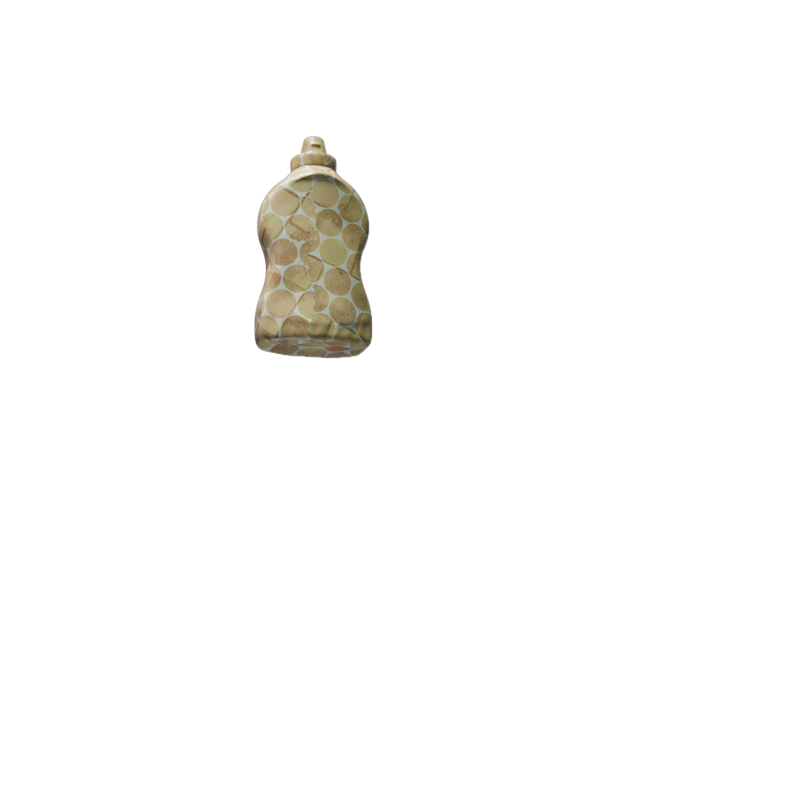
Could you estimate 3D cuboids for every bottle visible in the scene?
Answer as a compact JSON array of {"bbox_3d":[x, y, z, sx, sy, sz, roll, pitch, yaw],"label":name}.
[{"bbox_3d":[-0.074,-0.135,0.946,0.094,0.201,0.057,3,-20,-13],"label":"bottle"}]
